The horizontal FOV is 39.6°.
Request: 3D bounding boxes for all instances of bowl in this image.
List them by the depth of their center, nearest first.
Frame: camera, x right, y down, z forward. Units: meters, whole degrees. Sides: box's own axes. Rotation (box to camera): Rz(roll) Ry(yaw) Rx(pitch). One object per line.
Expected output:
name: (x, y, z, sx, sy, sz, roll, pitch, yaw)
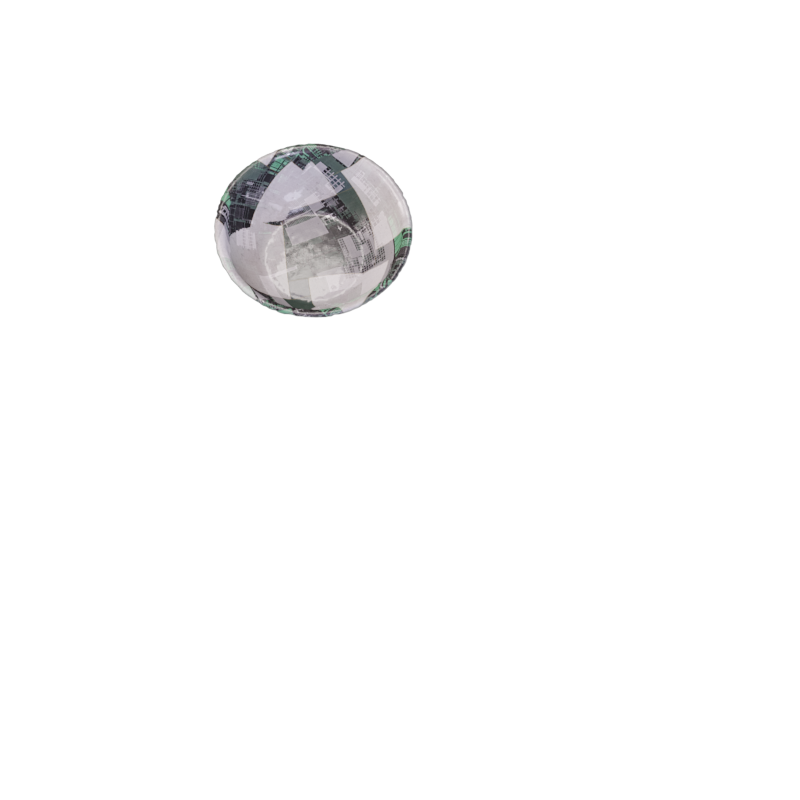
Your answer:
bowl: (-0.072, -0.132, 0.923, 0.162, 0.172, 0.052, -1, -27, -1)
